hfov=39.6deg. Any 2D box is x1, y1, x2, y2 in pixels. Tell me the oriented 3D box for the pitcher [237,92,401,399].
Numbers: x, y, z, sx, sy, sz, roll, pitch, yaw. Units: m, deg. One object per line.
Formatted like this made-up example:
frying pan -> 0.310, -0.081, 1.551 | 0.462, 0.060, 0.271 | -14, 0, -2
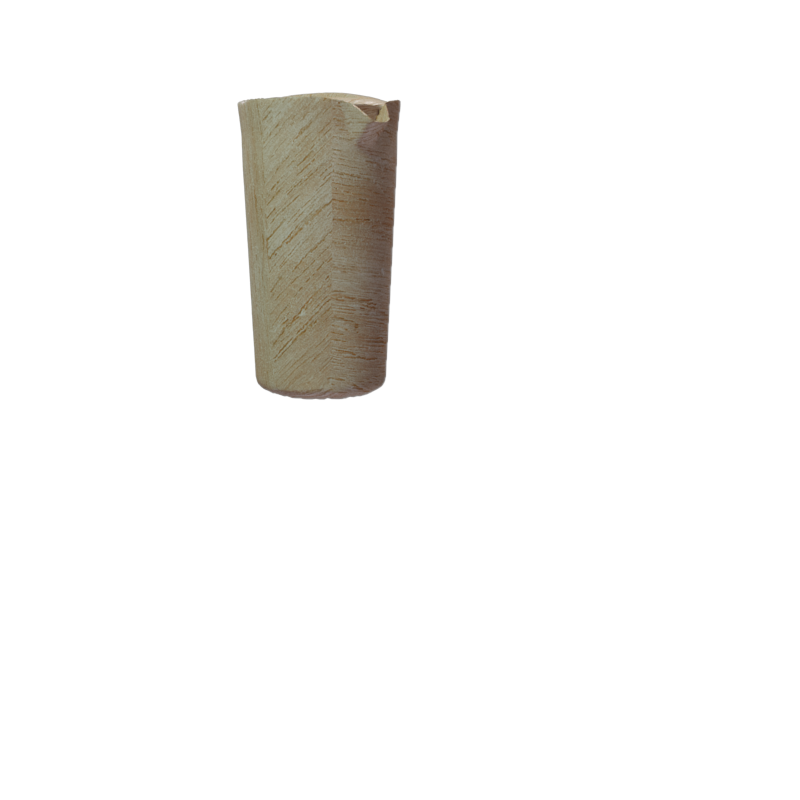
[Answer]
pitcher -> -0.072, -0.131, 0.918 | 0.147, 0.241, 0.149 | 1, 6, 7
